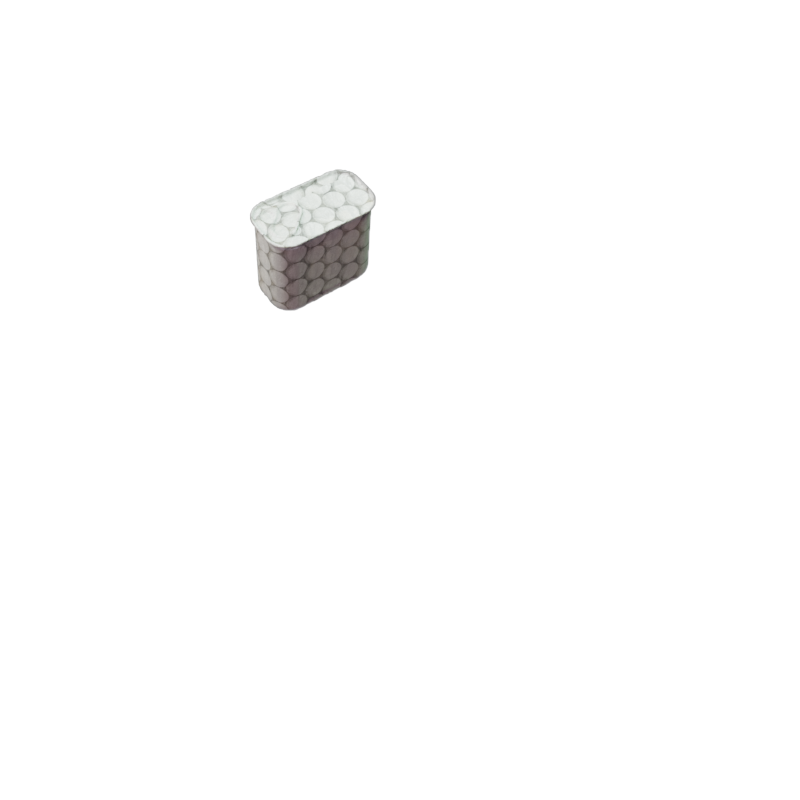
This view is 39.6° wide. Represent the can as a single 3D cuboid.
[{"bbox_3d":[-0.073,-0.132,0.927,0.102,0.062,0.078,-28,-33,-23],"label":"can"}]
